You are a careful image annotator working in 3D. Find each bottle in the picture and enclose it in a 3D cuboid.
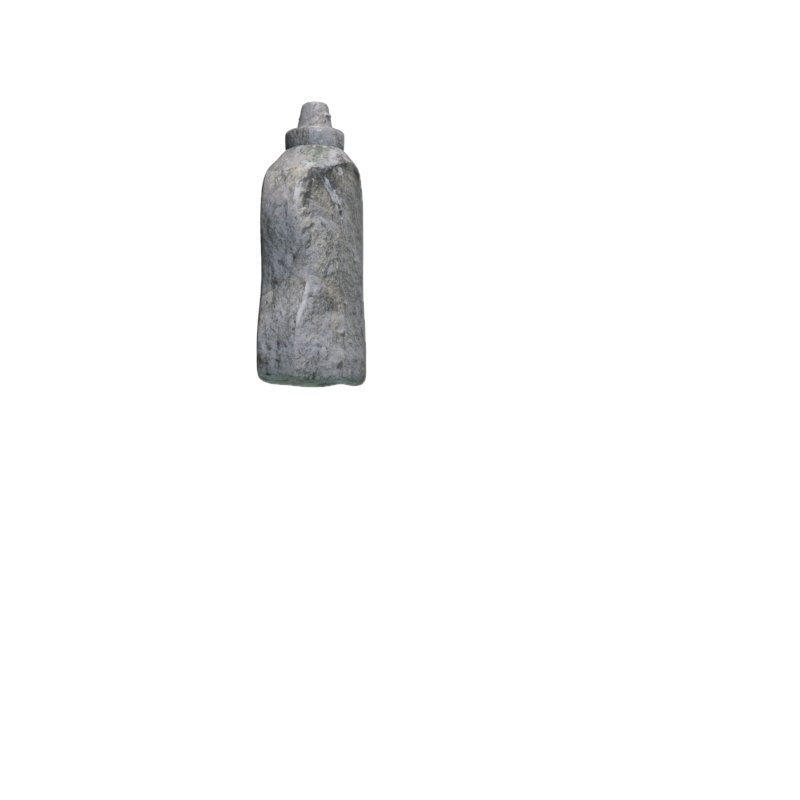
[{"bbox_3d":[-0.058,-0.107,0.747,0.060,0.196,0.091,-6,-10,29],"label":"bottle"}]
